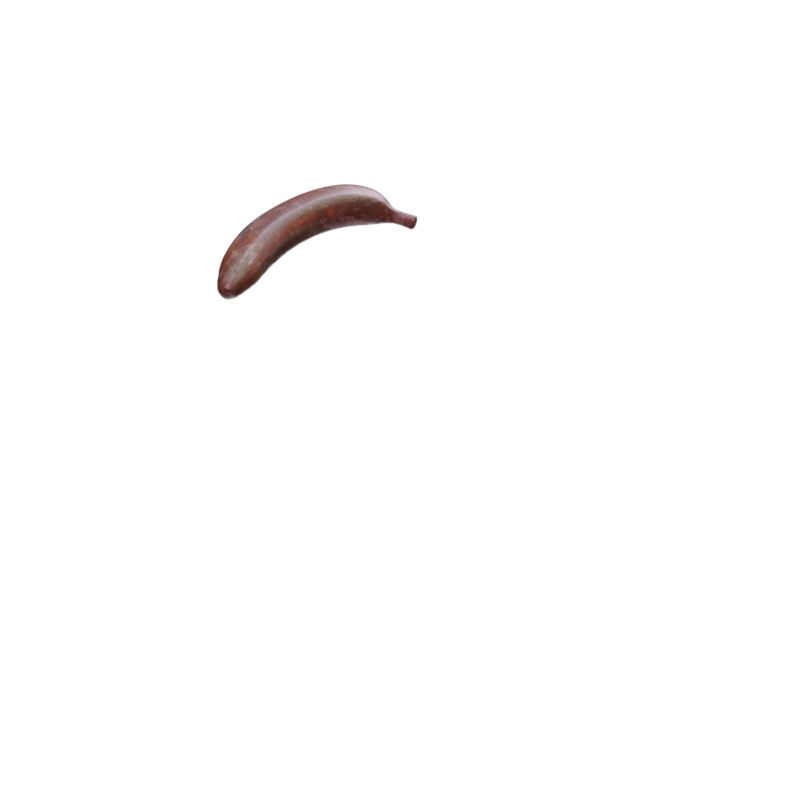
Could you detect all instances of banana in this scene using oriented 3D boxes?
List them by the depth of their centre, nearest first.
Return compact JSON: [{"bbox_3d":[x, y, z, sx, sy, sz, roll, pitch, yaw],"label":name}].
[{"bbox_3d":[-0.079,-0.139,0.910,0.197,0.034,0.075,-27,46,-30],"label":"banana"}]
